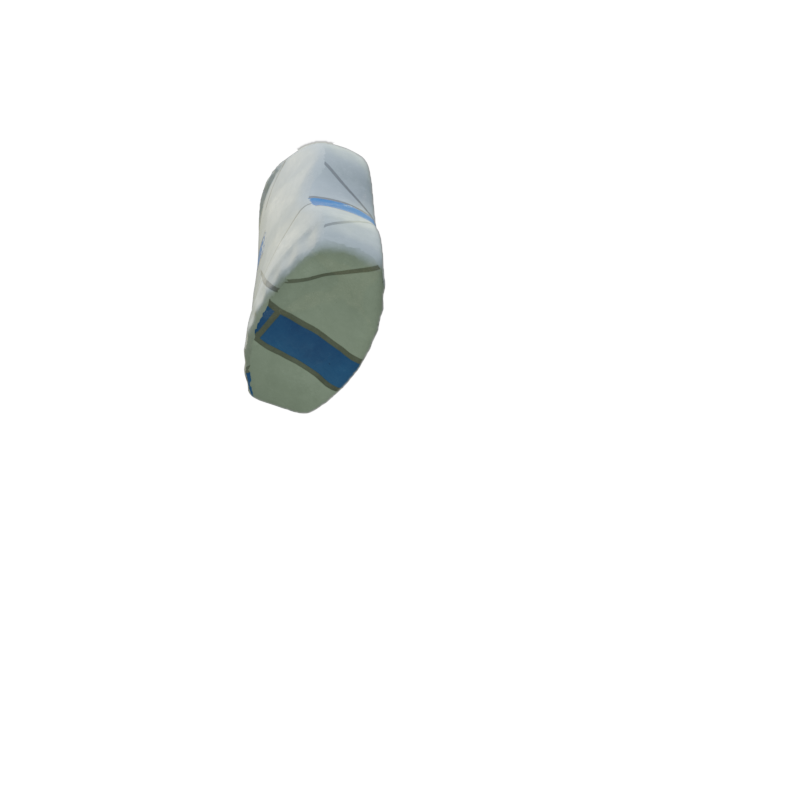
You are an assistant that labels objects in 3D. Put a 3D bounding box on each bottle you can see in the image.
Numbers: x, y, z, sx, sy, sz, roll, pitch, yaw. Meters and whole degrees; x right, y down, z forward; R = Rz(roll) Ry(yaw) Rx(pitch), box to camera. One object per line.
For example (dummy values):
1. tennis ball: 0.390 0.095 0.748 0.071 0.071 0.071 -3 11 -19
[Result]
1. bottle: -0.047 -0.085 0.596 0.057 0.092 0.204 17 30 -15
